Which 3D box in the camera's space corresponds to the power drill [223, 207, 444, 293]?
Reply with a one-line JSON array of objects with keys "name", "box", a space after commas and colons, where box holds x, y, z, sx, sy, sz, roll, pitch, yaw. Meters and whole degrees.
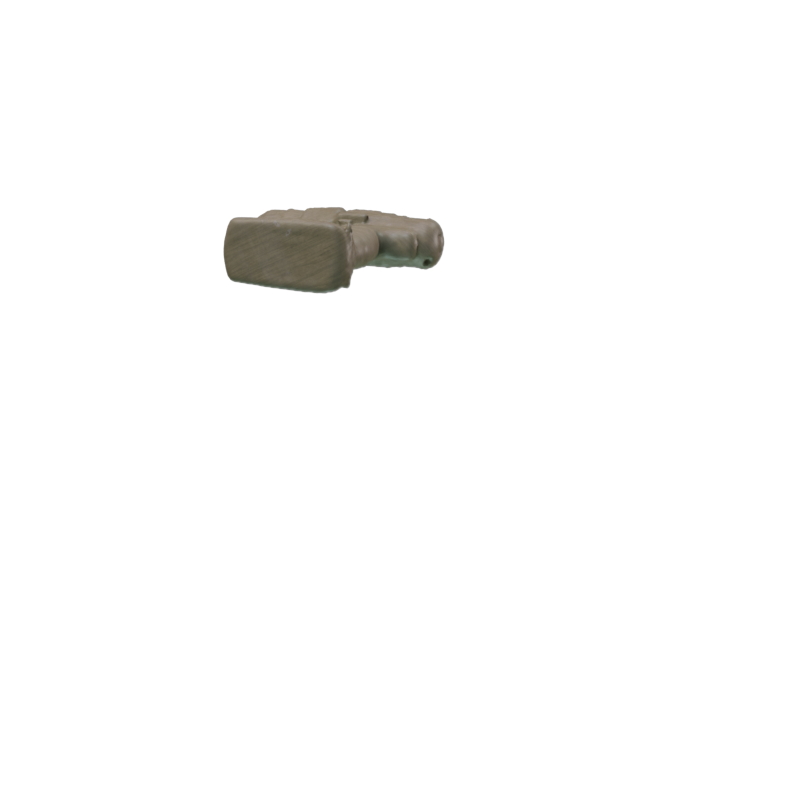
[{"name": "power drill", "box": [-0.074, -0.135, 0.947, 0.190, 0.056, 0.186, 6, 15, 22]}]
